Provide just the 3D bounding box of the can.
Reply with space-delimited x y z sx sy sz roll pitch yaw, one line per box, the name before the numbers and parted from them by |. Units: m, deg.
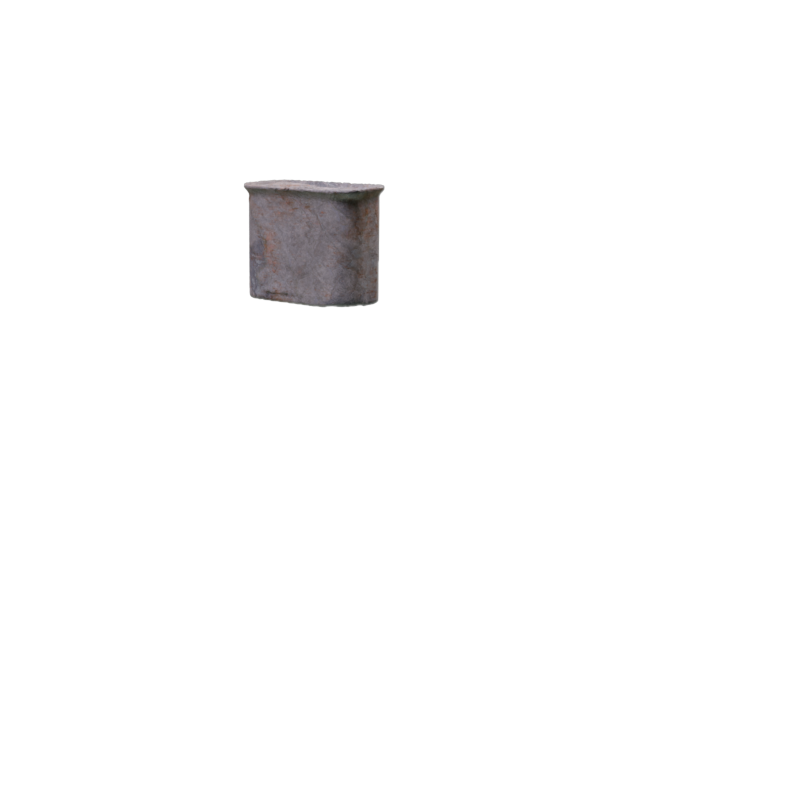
can | -0.063 -0.114 0.800 0.106 0.082 0.056 9 13 33
